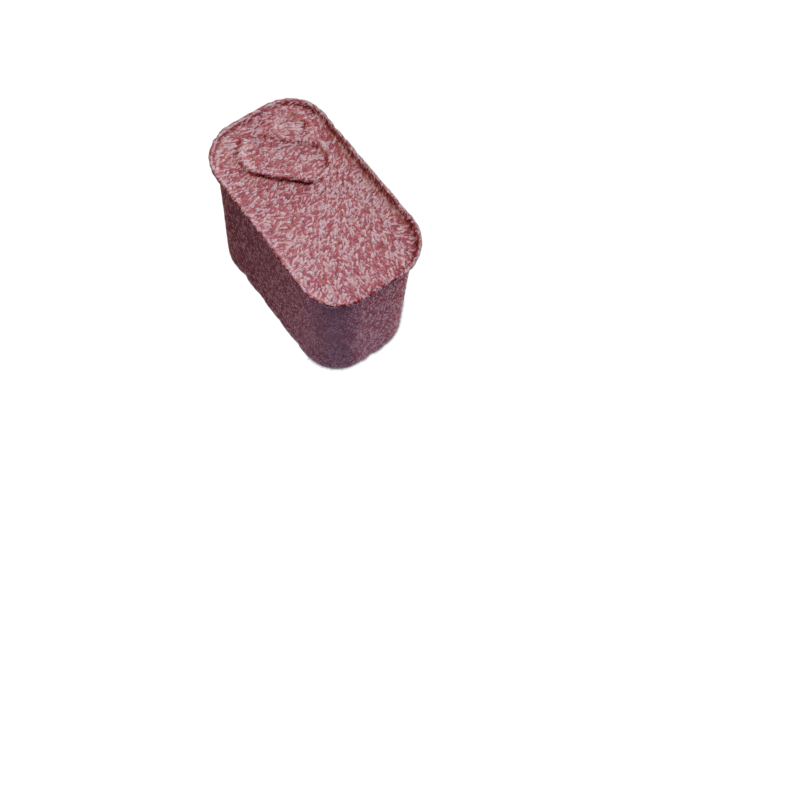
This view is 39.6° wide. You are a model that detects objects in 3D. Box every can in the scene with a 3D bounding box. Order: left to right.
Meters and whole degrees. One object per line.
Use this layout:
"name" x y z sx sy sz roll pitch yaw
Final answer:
"can" -0.039 -0.072 0.503 0.058 0.107 0.079 -33 -19 -15
